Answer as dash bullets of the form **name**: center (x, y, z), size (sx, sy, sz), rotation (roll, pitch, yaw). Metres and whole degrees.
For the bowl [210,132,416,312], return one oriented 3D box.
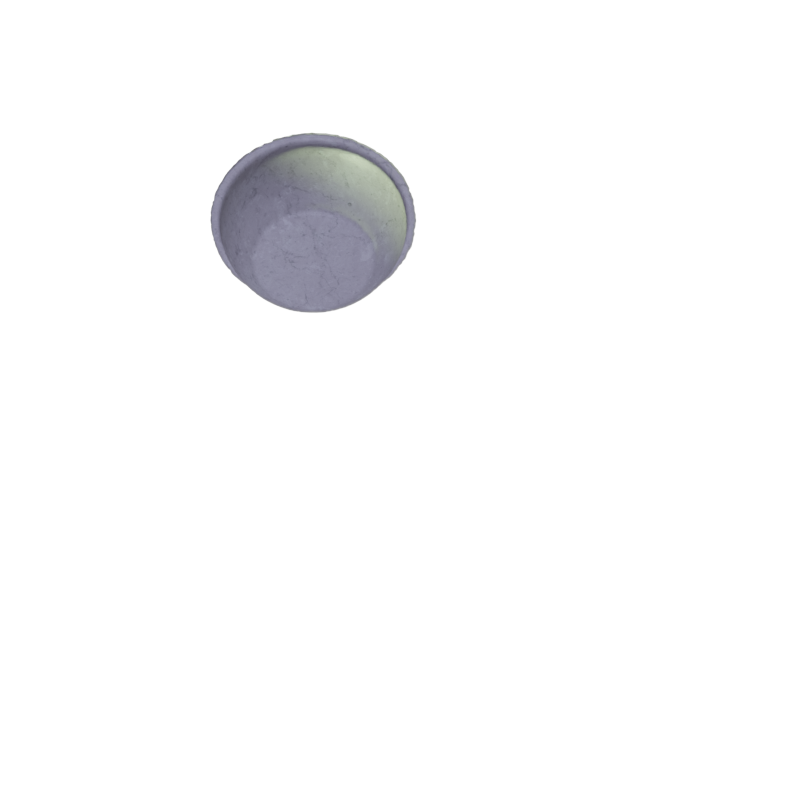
- **bowl**: center (-0.067, -0.121, 0.850), size (0.162, 0.151, 0.059), rotation (1, 37, -1)
